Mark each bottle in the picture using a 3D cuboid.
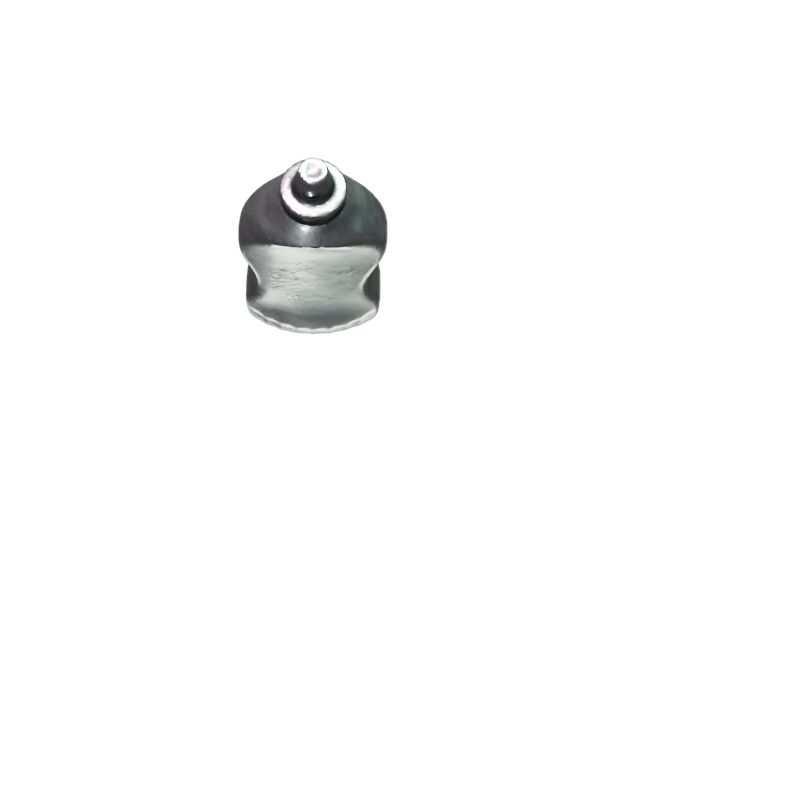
[{"bbox_3d":[-0.057,-0.104,0.729,0.096,0.061,0.182,4,-20,-2],"label":"bottle"}]
